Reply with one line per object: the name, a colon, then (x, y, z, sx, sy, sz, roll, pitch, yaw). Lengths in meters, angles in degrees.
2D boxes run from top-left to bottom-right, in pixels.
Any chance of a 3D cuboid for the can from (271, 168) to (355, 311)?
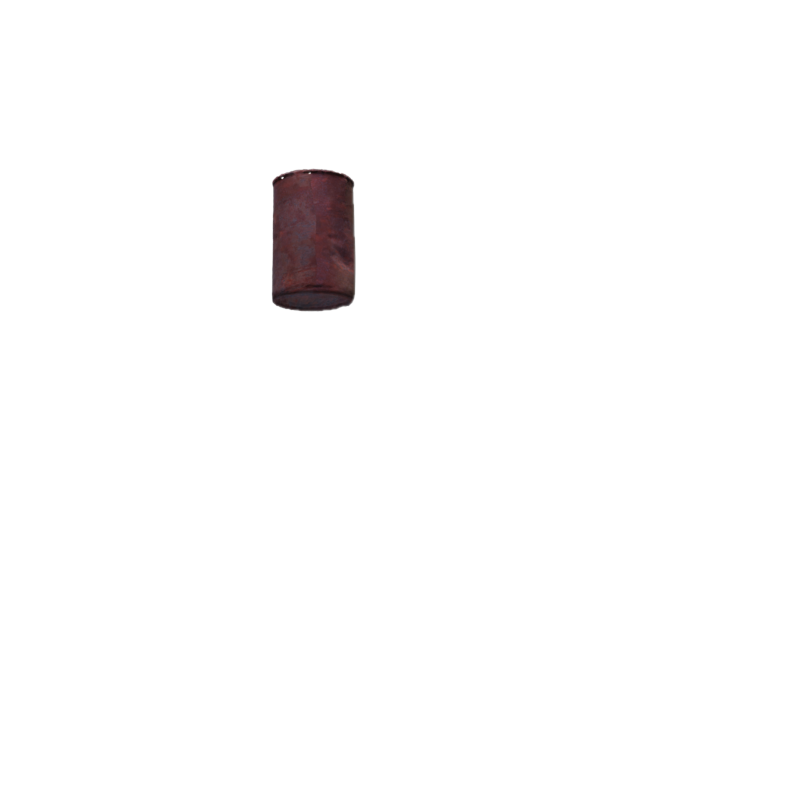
can: (-0.071, -0.129, 0.903, 0.068, 0.106, 0.066, 0, -14, -2)
